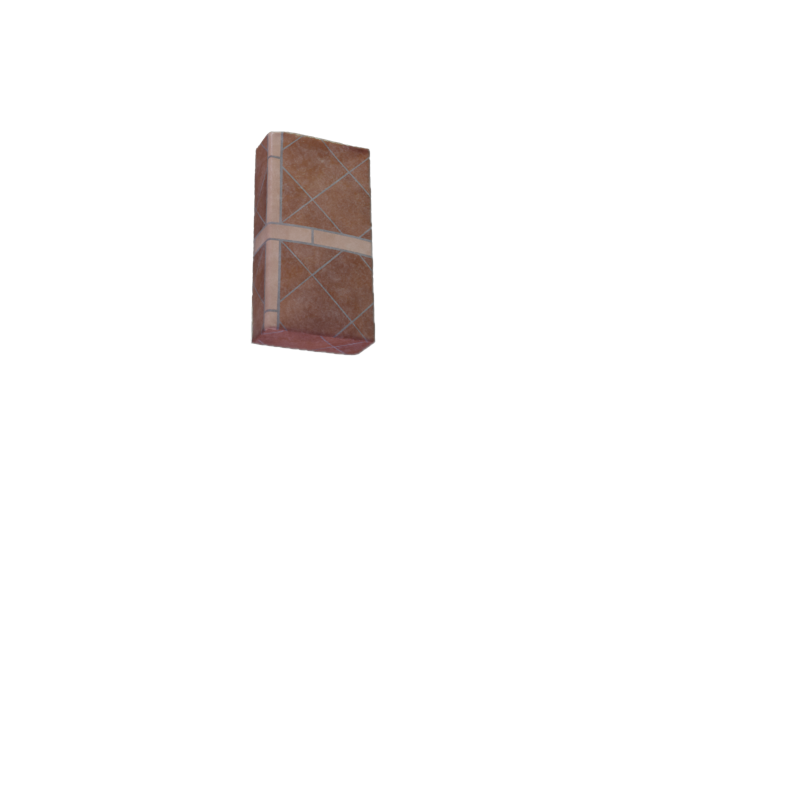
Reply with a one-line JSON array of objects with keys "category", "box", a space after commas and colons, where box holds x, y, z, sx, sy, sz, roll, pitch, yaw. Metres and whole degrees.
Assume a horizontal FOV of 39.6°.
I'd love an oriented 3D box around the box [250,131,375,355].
[{"category": "box", "box": [-0.070, -0.128, 0.897, 0.090, 0.185, 0.047, 7, -23, -22]}]
